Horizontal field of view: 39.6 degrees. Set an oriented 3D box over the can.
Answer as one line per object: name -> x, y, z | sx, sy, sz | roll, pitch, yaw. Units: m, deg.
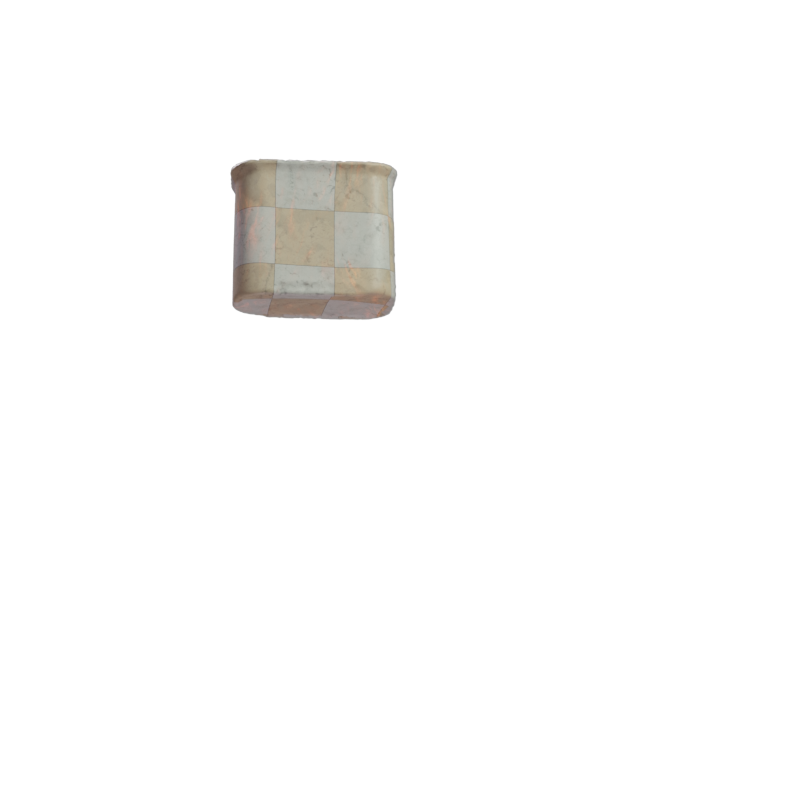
can -> -0.053, -0.096, 0.671 | 0.101, 0.087, 0.055 | 1, -17, -5
